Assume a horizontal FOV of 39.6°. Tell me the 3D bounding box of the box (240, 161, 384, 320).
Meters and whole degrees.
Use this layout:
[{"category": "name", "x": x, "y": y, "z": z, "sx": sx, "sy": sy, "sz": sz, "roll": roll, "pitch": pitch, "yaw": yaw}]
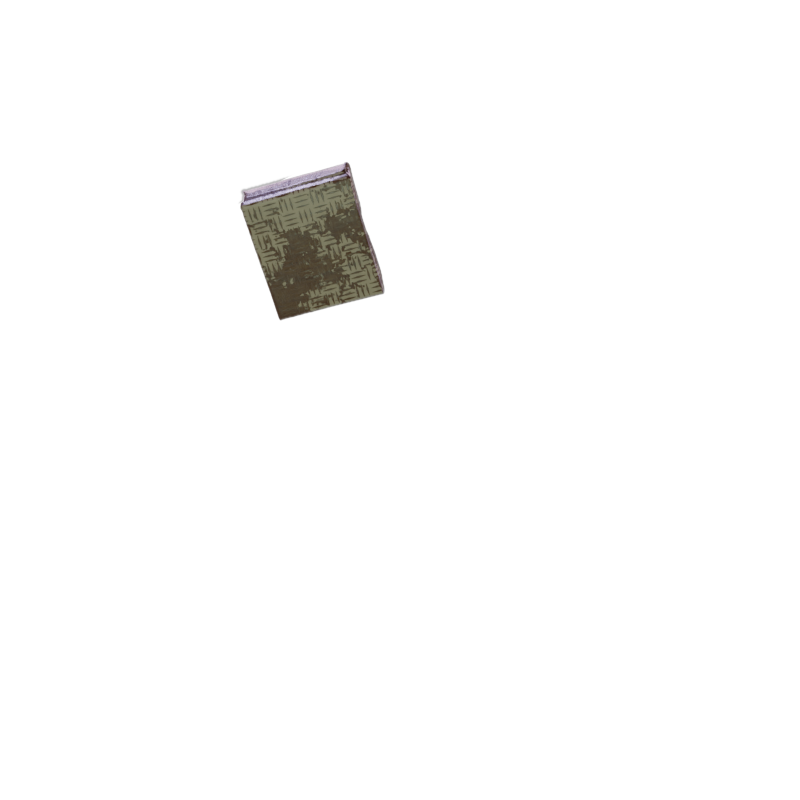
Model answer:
[{"category": "box", "x": -0.057, "y": -0.104, "z": 0.726, "sx": 0.073, "sy": 0.084, "sz": 0.032, "roll": -14, "pitch": 25, "yaw": 6}]
